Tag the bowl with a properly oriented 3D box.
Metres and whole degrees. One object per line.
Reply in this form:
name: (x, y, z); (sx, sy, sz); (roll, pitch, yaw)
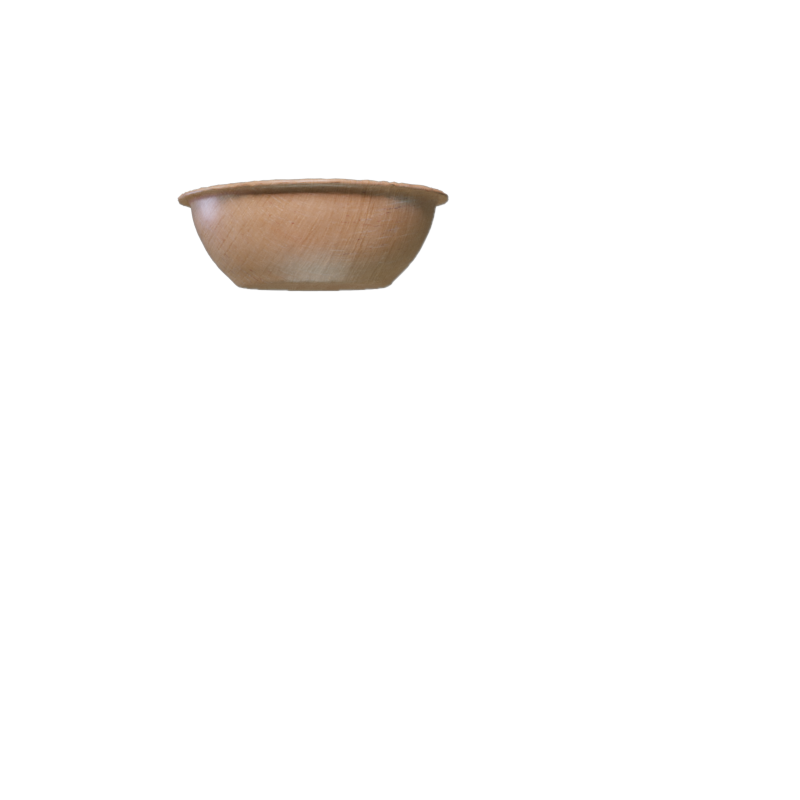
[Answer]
bowl: (-0.052, -0.095, 0.663); (0.162, 0.055, 0.162); (0, 2, -2)
